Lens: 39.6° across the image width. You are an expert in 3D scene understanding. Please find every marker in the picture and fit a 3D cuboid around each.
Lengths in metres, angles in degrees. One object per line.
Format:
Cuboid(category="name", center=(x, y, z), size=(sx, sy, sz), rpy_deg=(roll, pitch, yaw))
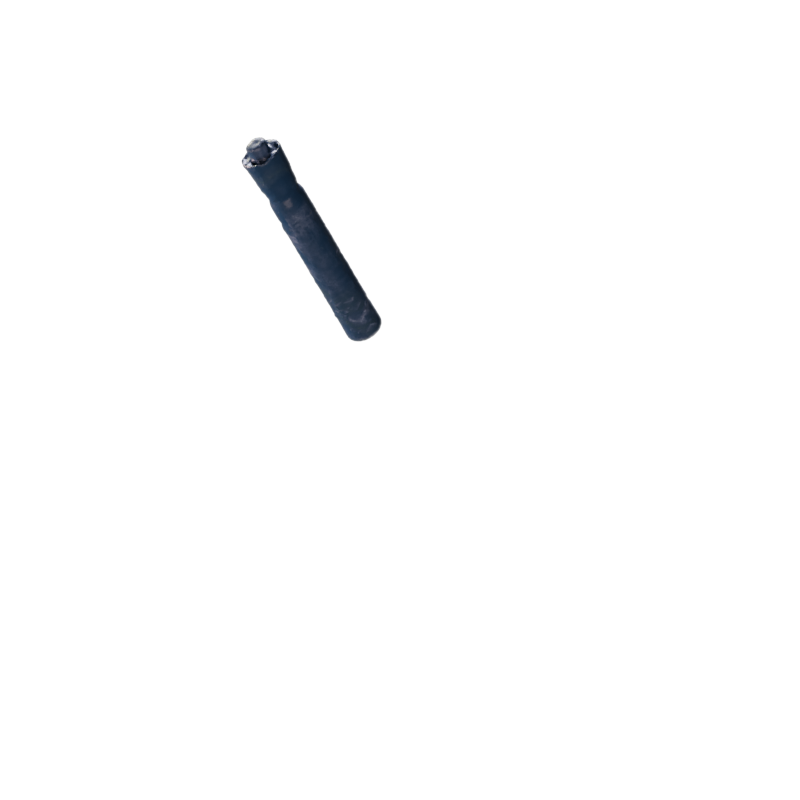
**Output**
Cuboid(category="marker", center=(-0.040, -0.074, 0.516), size=(0.020, 0.112, 0.021), rpy_deg=(-19, 39, 15))
